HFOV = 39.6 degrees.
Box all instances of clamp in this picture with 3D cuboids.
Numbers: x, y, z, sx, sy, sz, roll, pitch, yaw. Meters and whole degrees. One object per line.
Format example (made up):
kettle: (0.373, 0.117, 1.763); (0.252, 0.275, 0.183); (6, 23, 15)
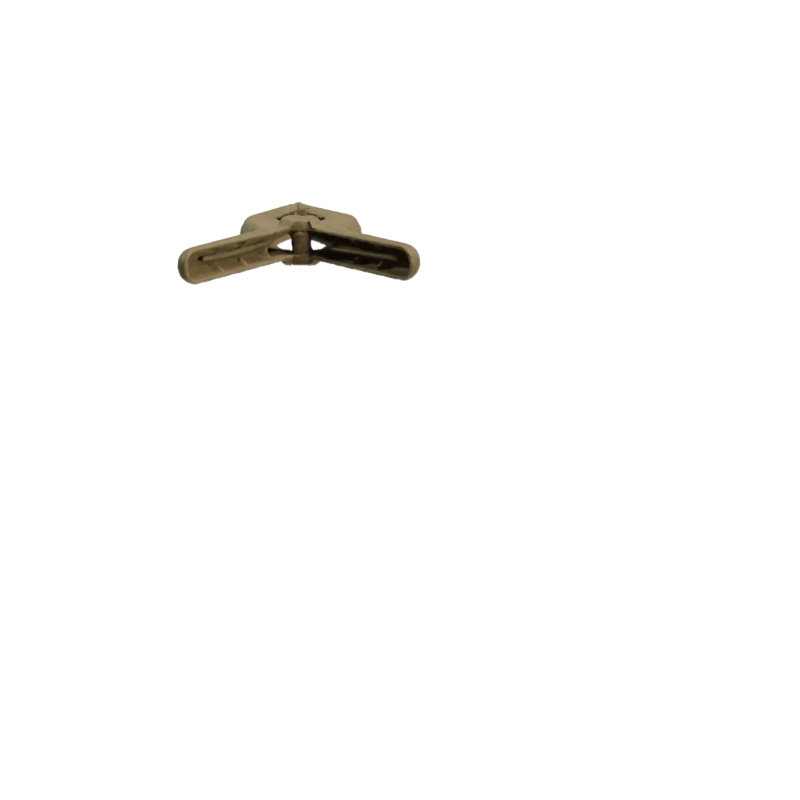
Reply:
clamp: (-0.066, -0.120, 0.838); (0.166, 0.035, 0.216); (1, 18, 4)
